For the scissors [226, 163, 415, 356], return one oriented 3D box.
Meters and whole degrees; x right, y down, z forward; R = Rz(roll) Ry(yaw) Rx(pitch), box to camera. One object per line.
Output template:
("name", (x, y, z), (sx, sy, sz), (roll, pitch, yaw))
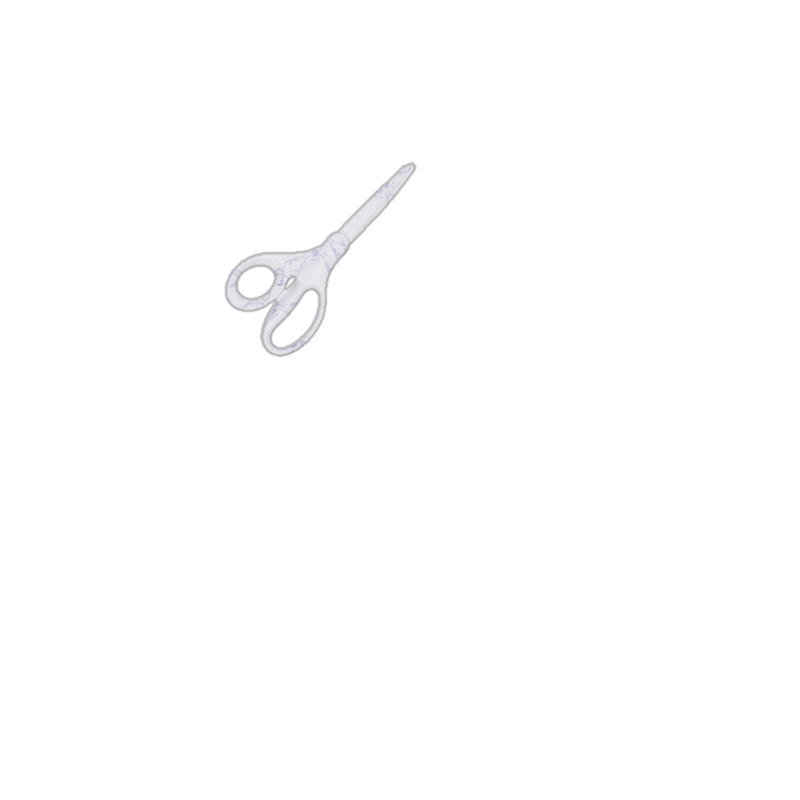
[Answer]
("scissors", (-0.074, -0.135, 0.948), (0.097, 0.204, 0.015), (27, -9, 4))
